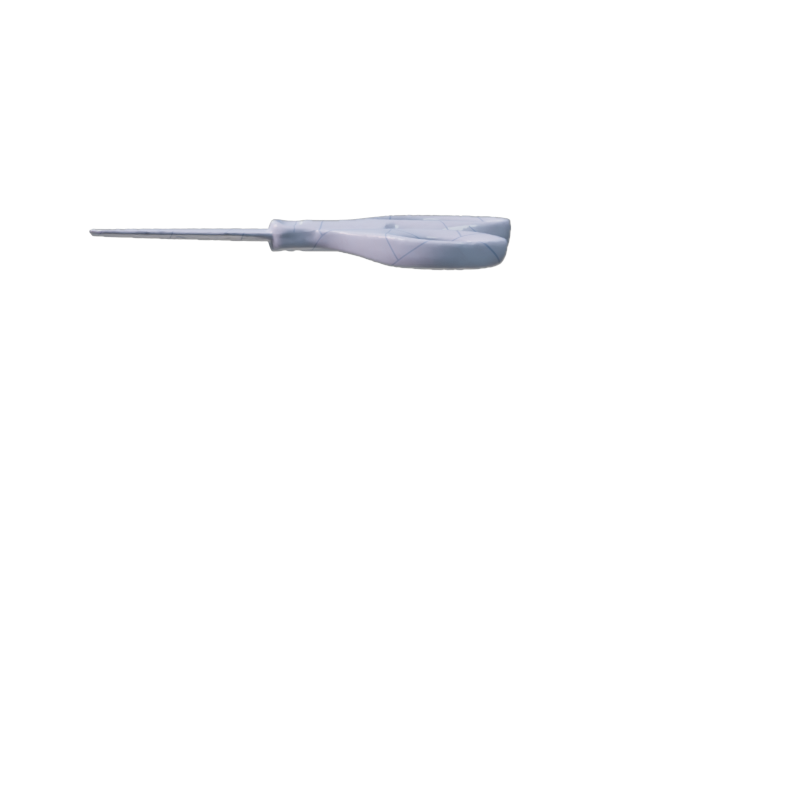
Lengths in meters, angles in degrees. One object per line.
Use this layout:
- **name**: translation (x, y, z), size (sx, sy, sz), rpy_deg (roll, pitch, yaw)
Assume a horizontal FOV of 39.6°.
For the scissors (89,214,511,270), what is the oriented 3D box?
- **scissors**: translation (-0.040, -0.073, 0.511), size (0.199, 0.015, 0.101), rpy_deg (-4, 17, -12)
